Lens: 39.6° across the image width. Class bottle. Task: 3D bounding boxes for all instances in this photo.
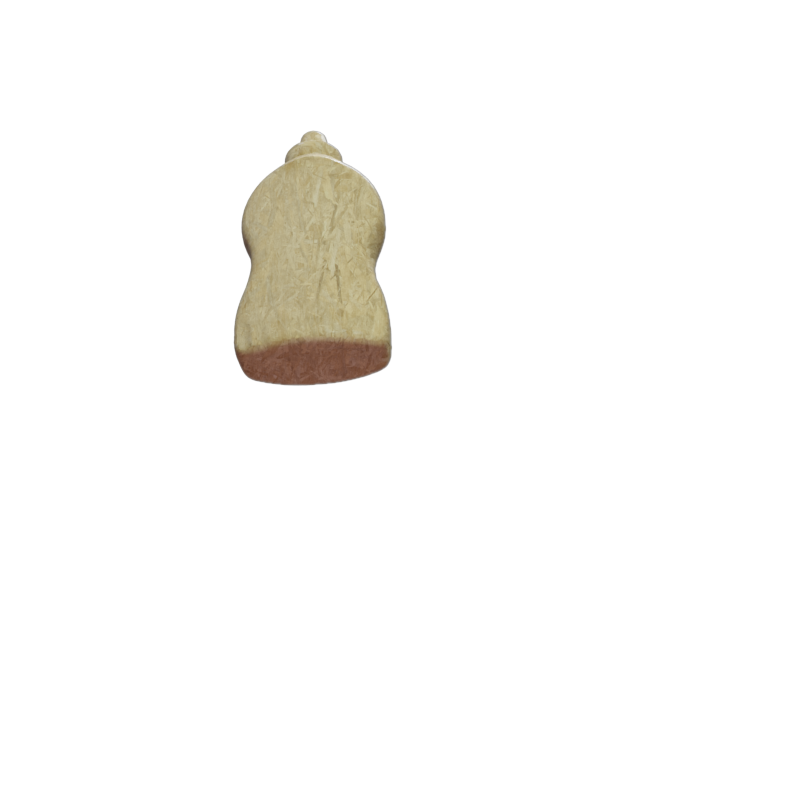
[{"bbox_3d":[-0.057,-0.105,0.735,0.097,0.205,0.054,-7,-36,7],"label":"bottle"}]
